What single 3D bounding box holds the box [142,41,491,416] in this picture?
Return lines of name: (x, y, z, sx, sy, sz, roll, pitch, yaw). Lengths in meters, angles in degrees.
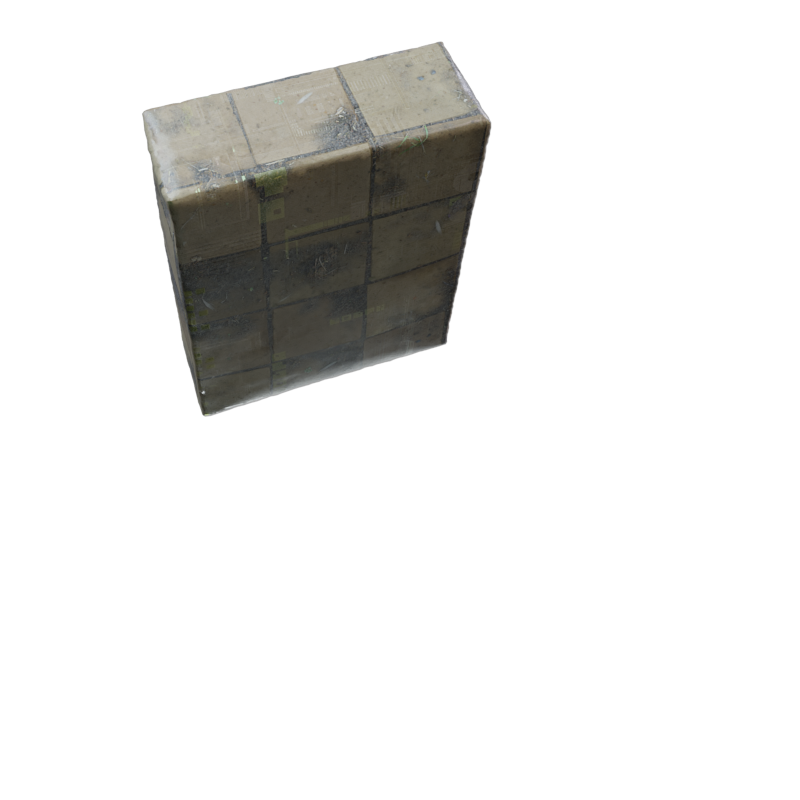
box: (-0.049, -0.089, 0.624, 0.163, 0.077, 0.200, -16, -29, -12)
